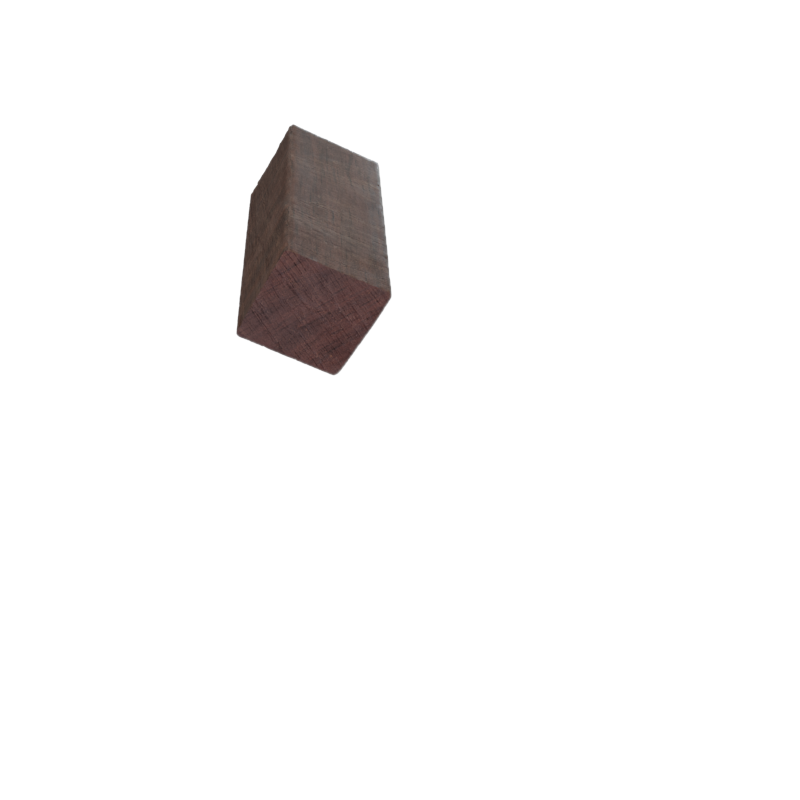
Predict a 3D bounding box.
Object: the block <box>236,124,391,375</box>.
[{"bbox_3d":[-0.072,-0.130,0.913,0.087,0.087,0.221,22,33,-19],"label":"block"}]
